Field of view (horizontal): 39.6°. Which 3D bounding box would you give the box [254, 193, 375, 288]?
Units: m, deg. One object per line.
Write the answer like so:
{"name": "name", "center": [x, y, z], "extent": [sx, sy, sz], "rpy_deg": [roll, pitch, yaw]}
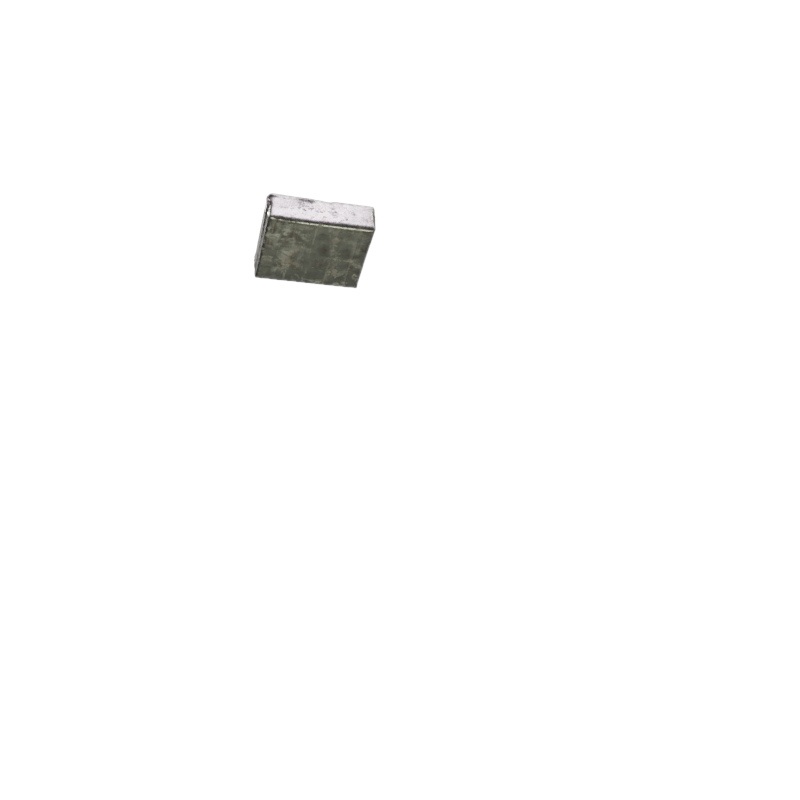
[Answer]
{"name": "box", "center": [-0.071, -0.129, 0.905], "extent": [0.088, 0.032, 0.069], "rpy_deg": [7, -40, -9]}
